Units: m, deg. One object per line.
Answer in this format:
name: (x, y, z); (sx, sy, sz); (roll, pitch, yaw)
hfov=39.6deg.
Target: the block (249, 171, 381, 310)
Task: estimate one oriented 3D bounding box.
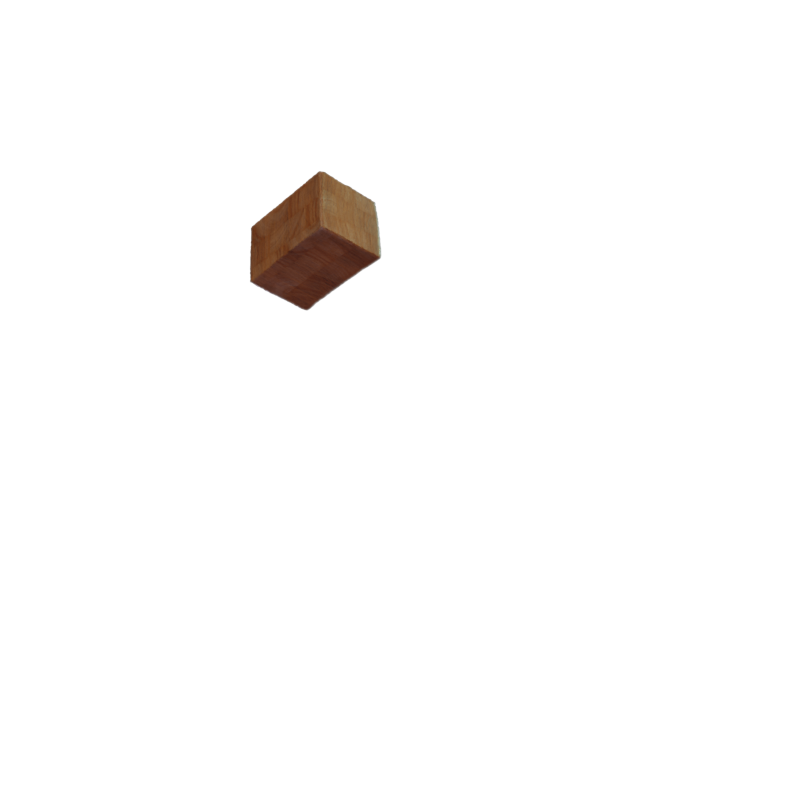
block: (-0.059, -0.107, 0.748); (0.049, 0.055, 0.077); (28, -45, -35)
